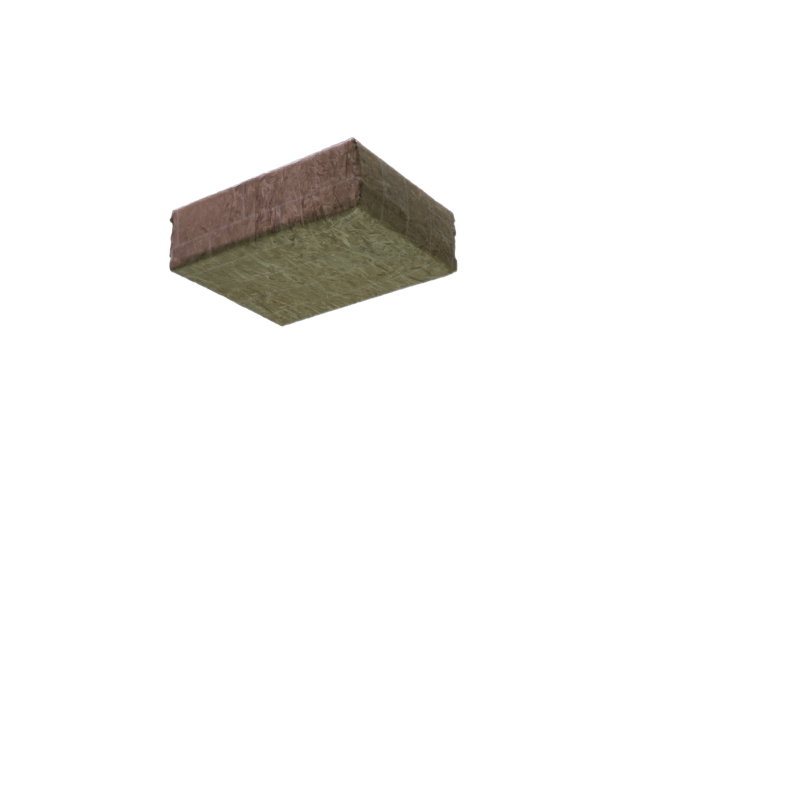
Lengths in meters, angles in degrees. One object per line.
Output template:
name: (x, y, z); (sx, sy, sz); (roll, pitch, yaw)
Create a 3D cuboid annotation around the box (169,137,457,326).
box: (-0.042, -0.077, 0.541); (0.115, 0.041, 0.084); (-13, -23, 32)
